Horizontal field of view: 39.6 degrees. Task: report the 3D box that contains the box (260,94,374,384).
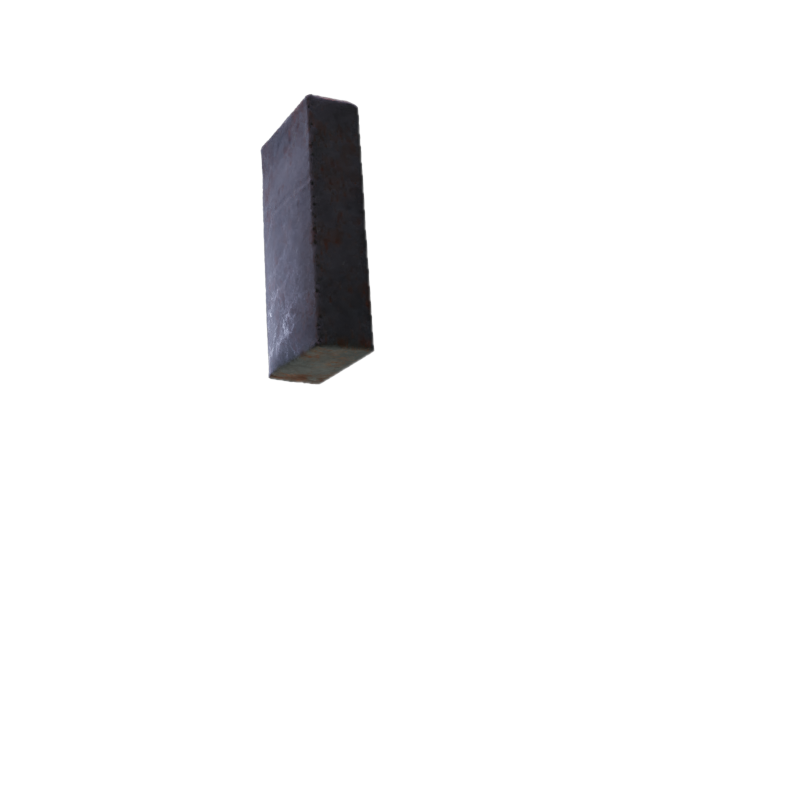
[{"bbox_3d":[-0.058,-0.107,0.751,0.046,0.185,0.092,8,-21,-25],"label":"box"}]
